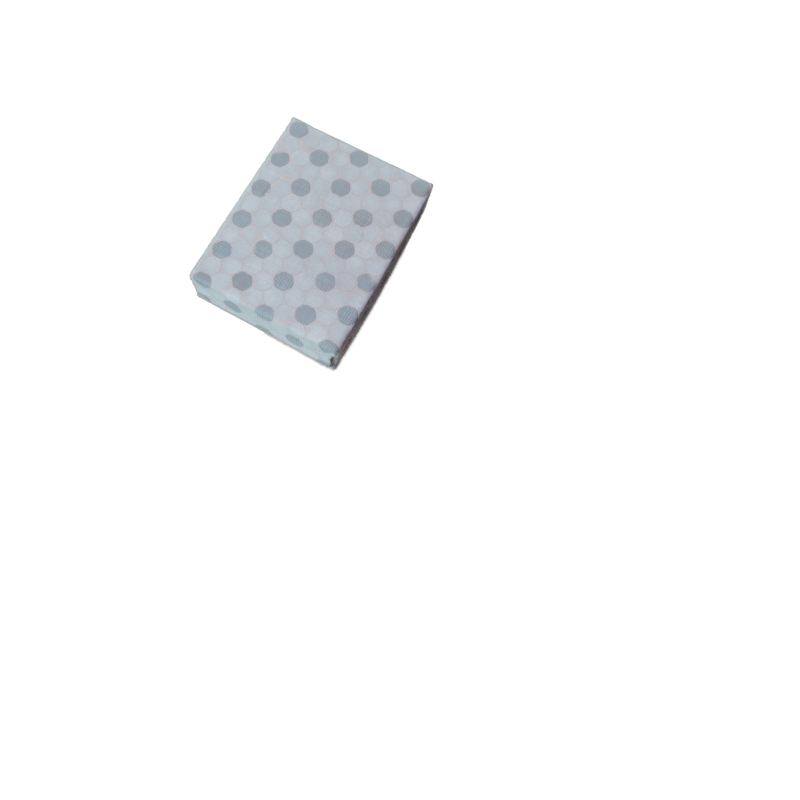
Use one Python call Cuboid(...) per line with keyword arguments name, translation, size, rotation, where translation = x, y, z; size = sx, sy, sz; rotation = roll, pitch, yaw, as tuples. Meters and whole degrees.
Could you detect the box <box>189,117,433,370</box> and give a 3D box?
Cuboid(name="box", translation=(-0.047, -0.086, 0.605), size=(0.092, 0.117, 0.037), rotation=(26, -21, 10))
